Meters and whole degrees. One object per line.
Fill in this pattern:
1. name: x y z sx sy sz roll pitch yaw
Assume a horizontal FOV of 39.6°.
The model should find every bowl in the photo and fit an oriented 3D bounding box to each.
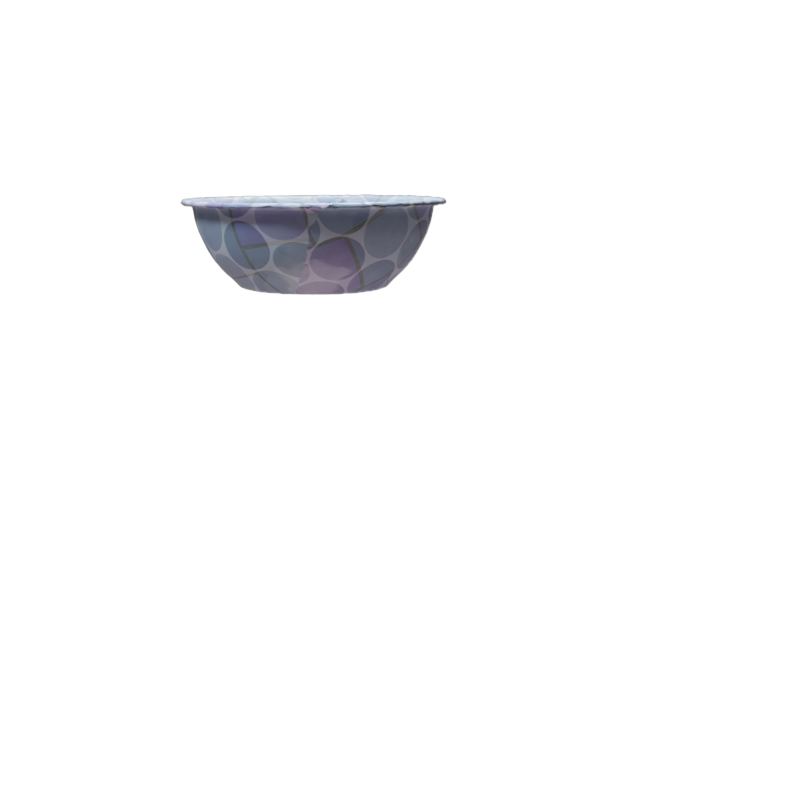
1. bowl: -0.053 -0.097 0.680 0.162 0.054 0.166 0 12 -2
